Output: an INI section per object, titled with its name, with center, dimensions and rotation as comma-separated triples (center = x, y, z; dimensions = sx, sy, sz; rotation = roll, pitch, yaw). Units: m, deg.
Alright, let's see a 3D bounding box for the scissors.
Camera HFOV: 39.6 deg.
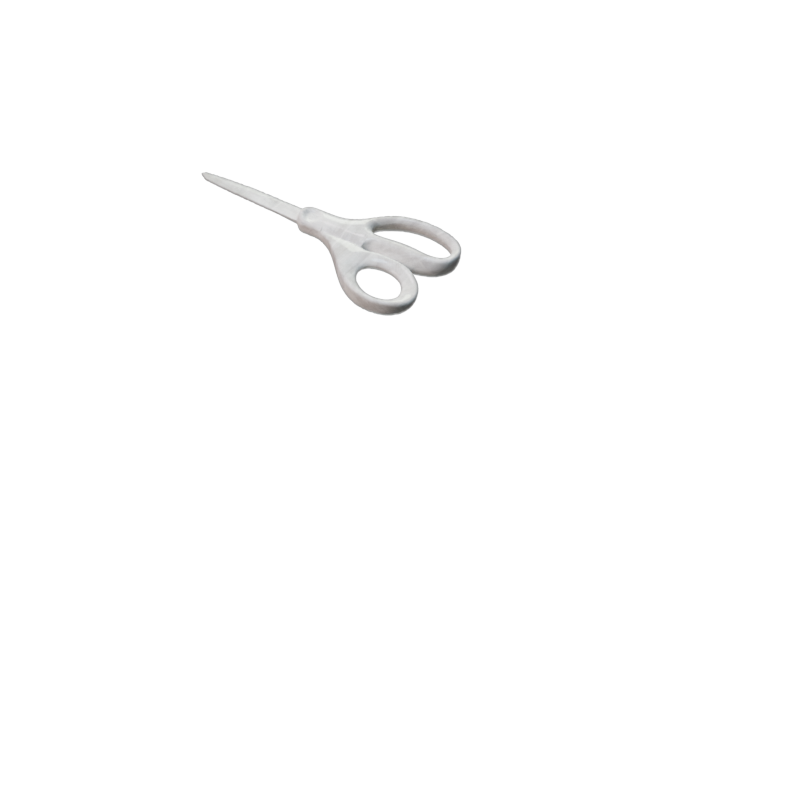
[scissors]
center = -0.060, -0.110, 0.771
dimensions = 0.206, 0.101, 0.015
rotation = 13, -41, 12
